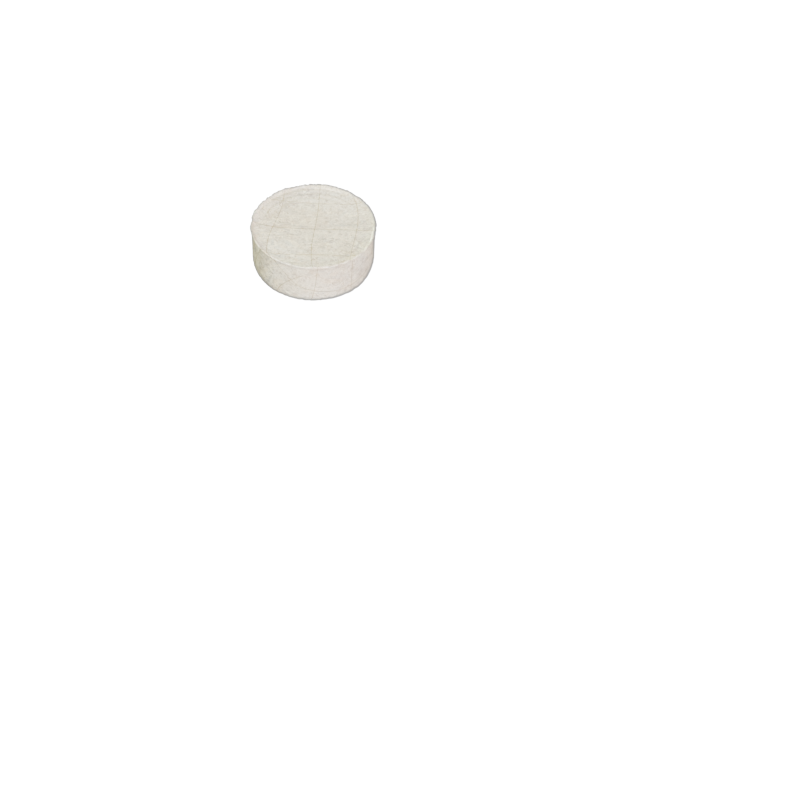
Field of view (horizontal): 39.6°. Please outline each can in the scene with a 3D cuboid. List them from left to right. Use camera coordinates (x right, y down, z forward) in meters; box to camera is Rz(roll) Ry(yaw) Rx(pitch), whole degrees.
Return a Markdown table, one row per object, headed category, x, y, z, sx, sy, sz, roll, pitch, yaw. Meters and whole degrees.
| category | x | y | z | sx | sy | sz | roll | pitch | yaw |
| --- | --- | --- | --- | --- | --- | --- | --- | --- | --- |
| can | -0.060 | -0.109 | 0.764 | 0.086 | 0.092 | 0.031 | -1 | -43 | -1 |
